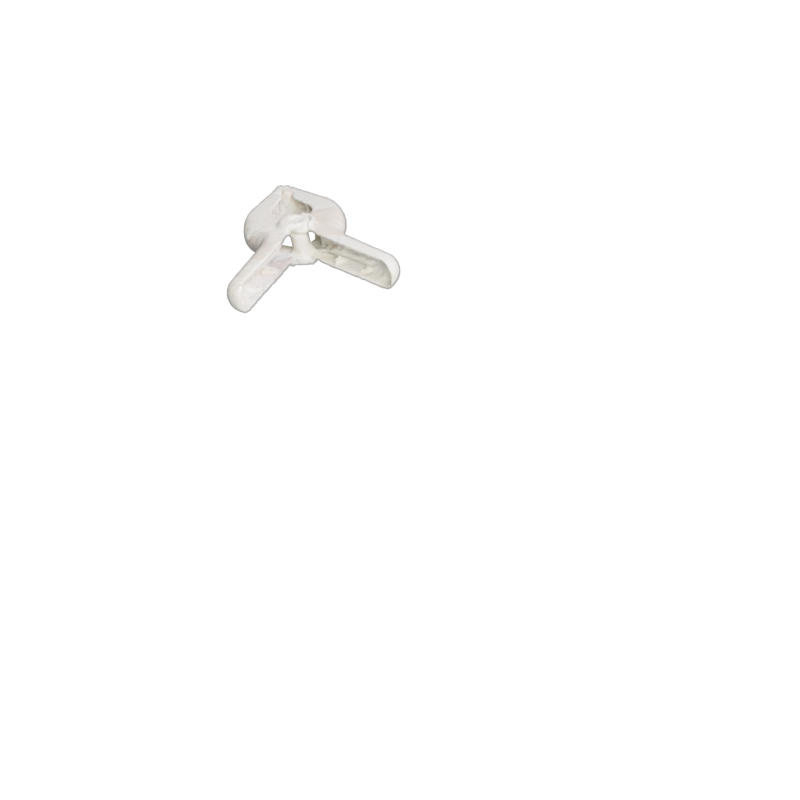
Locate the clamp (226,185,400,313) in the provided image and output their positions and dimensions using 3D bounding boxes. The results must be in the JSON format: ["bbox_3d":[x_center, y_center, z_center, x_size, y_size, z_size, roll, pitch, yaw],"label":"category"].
[{"bbox_3d":[-0.065,-0.118,0.827,0.120,0.037,0.183,-2,34,-3],"label":"clamp"}]
